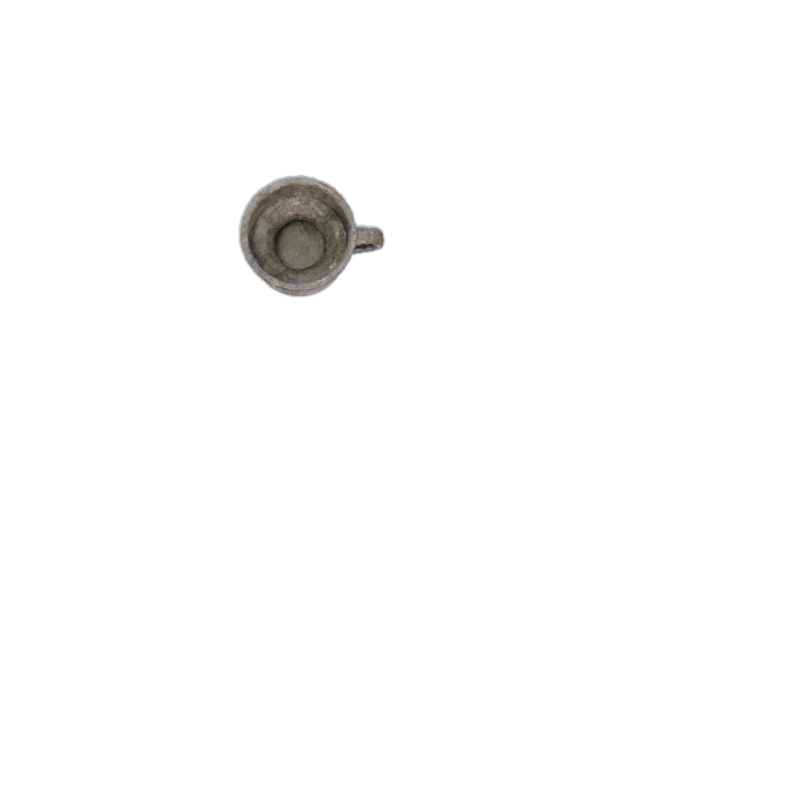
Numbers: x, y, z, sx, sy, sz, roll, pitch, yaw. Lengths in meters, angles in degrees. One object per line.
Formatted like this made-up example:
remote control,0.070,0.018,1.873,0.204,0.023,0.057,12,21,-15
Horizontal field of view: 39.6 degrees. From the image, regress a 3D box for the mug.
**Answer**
mug,-0.072,-0.132,0.921,0.117,0.095,0.080,-4,-7,-2
